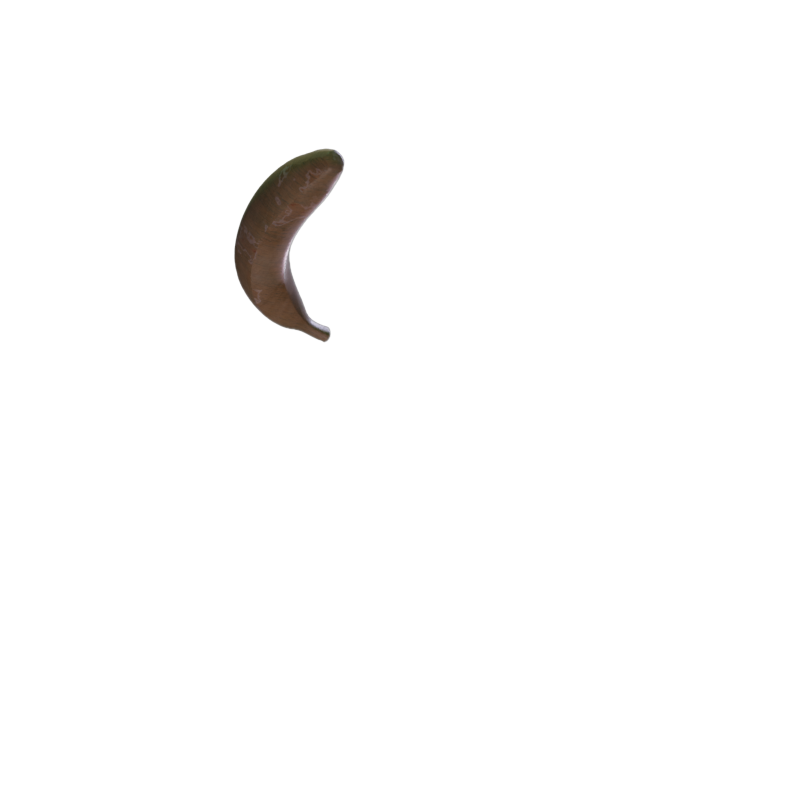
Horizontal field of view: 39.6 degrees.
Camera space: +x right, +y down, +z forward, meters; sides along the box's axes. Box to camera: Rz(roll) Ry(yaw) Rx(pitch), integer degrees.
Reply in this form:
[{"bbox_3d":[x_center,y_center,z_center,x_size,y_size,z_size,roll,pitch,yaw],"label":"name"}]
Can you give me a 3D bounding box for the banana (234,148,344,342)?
[{"bbox_3d":[-0.077,-0.104,0.743,0.069,0.039,0.186,2,-31,-5],"label":"banana"}]
